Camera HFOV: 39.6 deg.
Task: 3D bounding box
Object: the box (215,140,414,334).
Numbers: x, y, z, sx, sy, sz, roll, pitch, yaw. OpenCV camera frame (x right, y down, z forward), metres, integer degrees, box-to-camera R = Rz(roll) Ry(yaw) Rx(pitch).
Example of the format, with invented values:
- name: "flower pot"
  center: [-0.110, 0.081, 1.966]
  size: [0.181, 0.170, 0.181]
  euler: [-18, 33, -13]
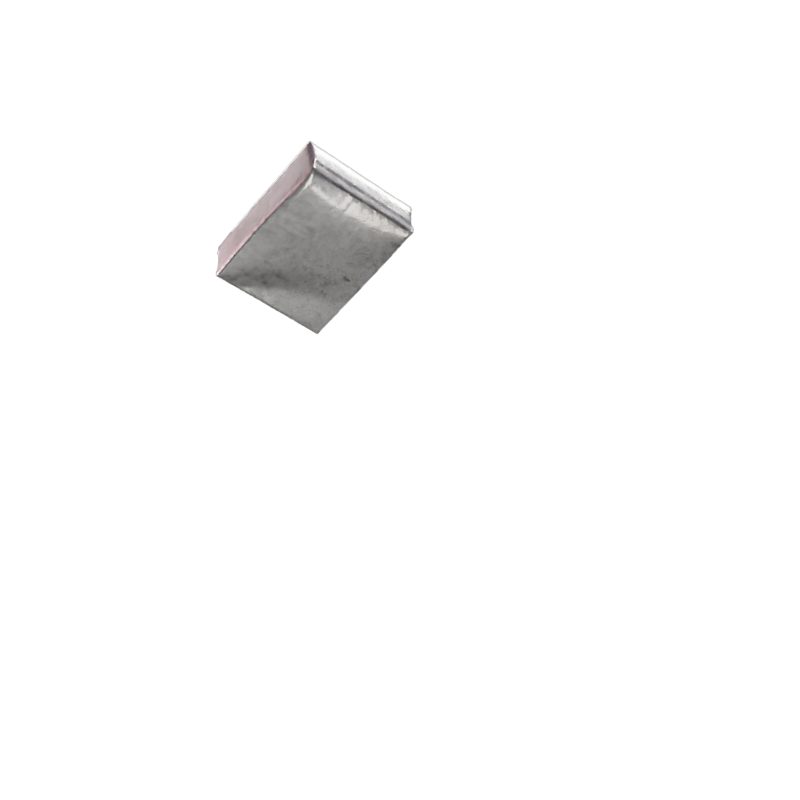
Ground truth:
- name: "box"
  center: [-0.060, -0.109, 0.763]
  size: [0.085, 0.042, 0.111]
  euler: [32, -57, -24]
